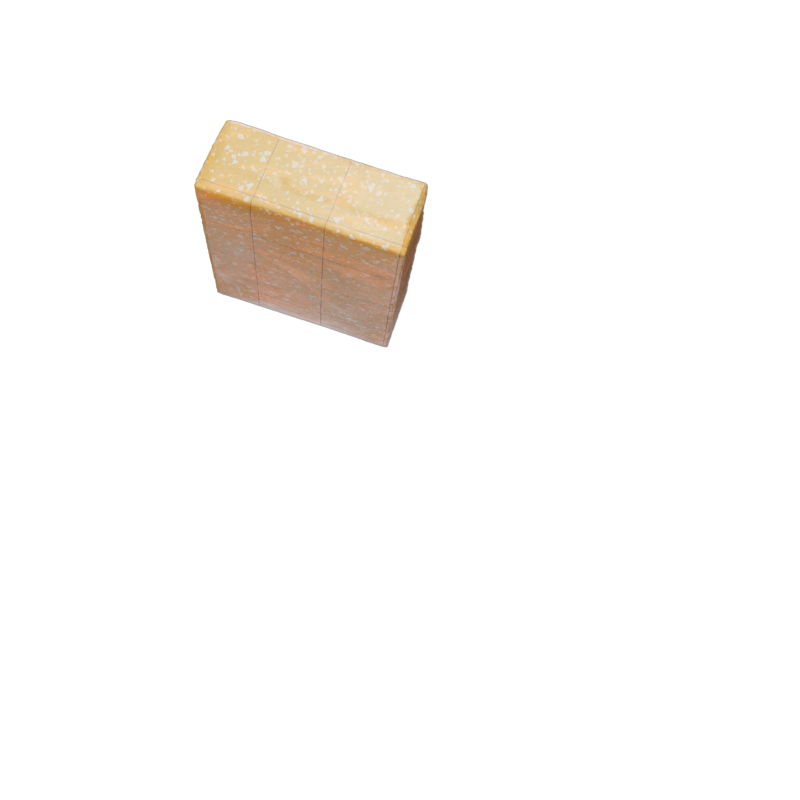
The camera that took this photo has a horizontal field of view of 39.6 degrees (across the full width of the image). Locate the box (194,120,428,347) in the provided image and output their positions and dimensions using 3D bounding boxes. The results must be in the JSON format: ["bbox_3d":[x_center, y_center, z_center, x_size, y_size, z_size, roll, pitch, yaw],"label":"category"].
[{"bbox_3d":[-0.071,-0.129,0.902,0.166,0.074,0.204,19,-18,4],"label":"box"}]
